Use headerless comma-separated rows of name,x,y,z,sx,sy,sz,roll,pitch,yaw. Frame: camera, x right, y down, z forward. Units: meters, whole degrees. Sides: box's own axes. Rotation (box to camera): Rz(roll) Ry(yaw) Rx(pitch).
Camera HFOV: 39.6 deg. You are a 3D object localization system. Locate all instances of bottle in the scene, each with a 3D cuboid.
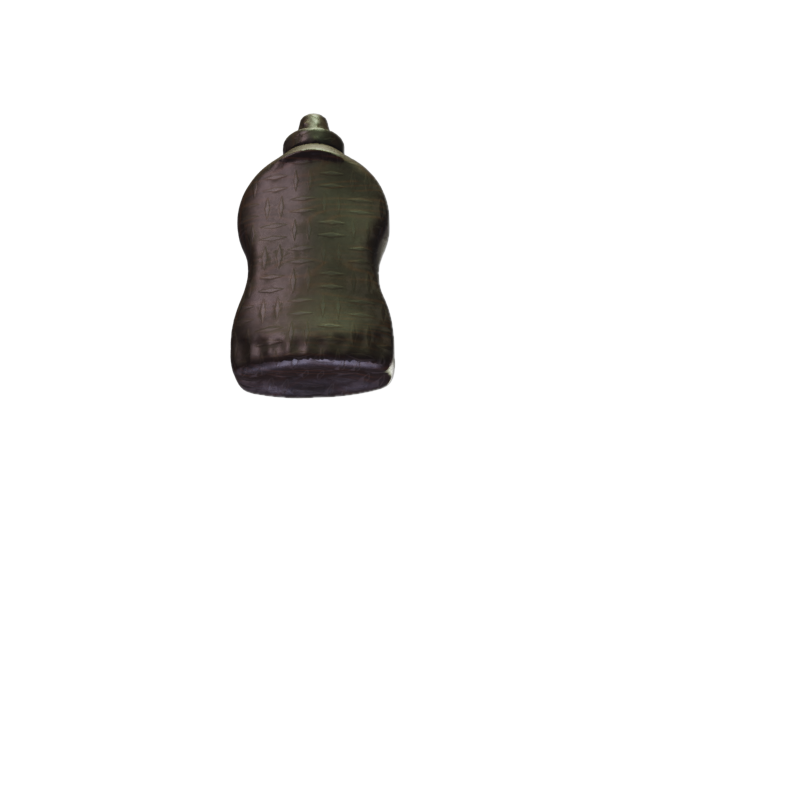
bottle,-0.054,-0.099,0.695,0.097,0.204,0.054,-4,-29,4
